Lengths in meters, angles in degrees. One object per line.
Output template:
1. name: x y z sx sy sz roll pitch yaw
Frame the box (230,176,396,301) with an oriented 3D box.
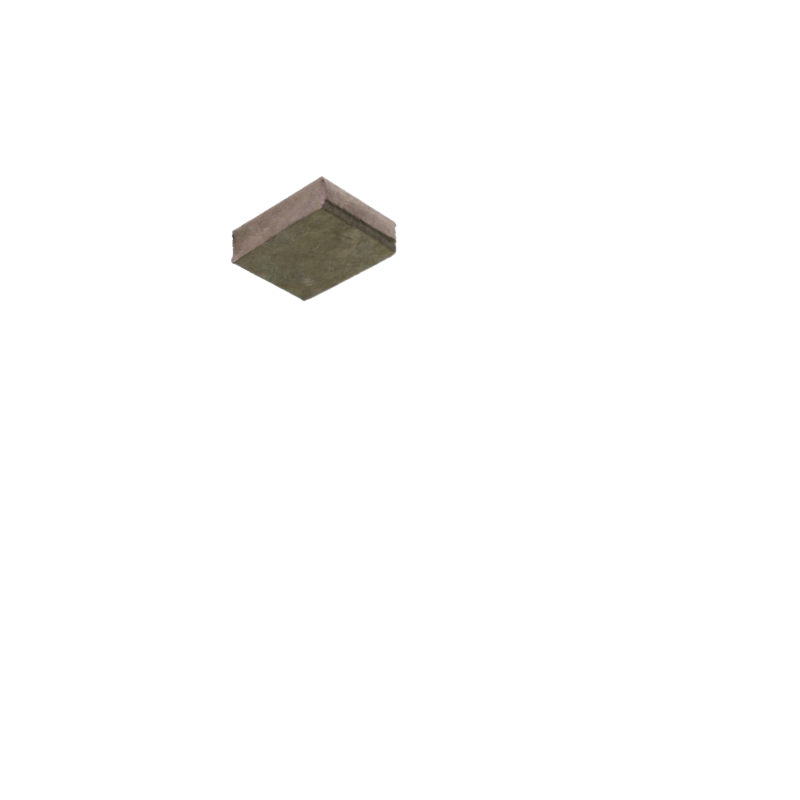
1. box: -0.073 -0.133 0.933 0.113 0.042 0.084 -26 -40 35
